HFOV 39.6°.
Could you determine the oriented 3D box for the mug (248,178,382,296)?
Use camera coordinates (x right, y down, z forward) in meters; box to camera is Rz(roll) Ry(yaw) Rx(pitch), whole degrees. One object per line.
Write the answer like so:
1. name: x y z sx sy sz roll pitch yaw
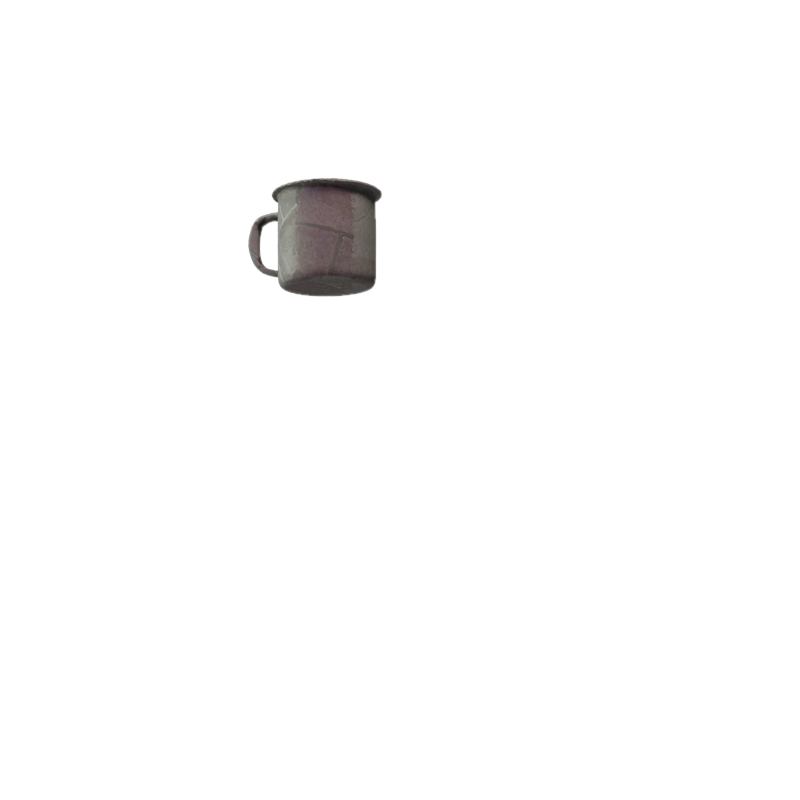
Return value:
1. mug: -0.073 -0.133 0.928 0.119 0.084 0.089 -3 -10 17
